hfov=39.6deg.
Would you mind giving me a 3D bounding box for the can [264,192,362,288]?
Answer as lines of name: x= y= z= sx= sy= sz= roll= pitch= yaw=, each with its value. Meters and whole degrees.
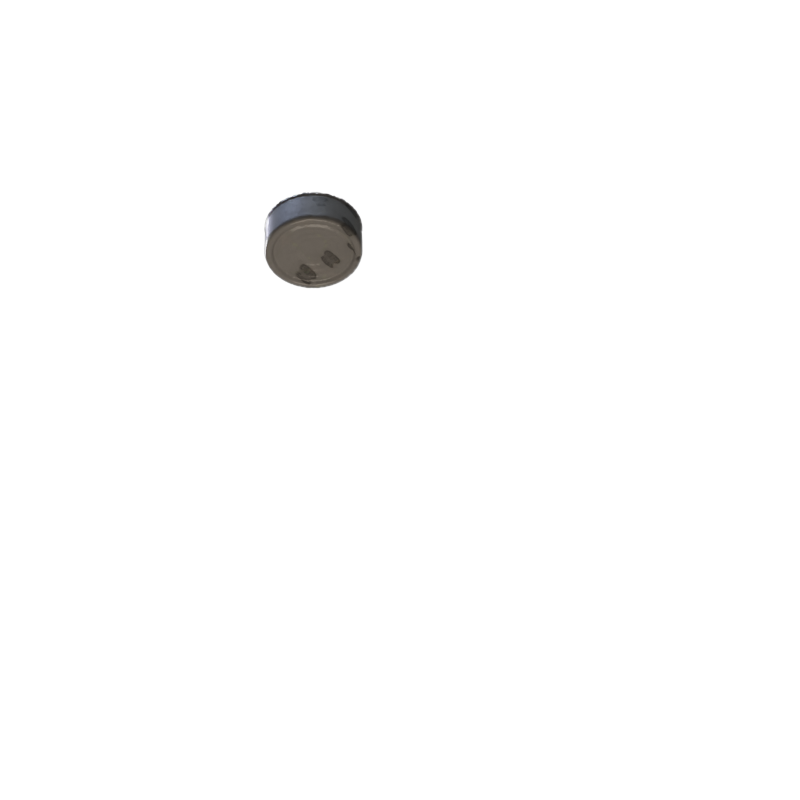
can: x=-0.075 y=-0.137 z=0.958 sx=0.086 sy=0.036 sz=0.080 roll=1 pitch=-43 yaw=-1
